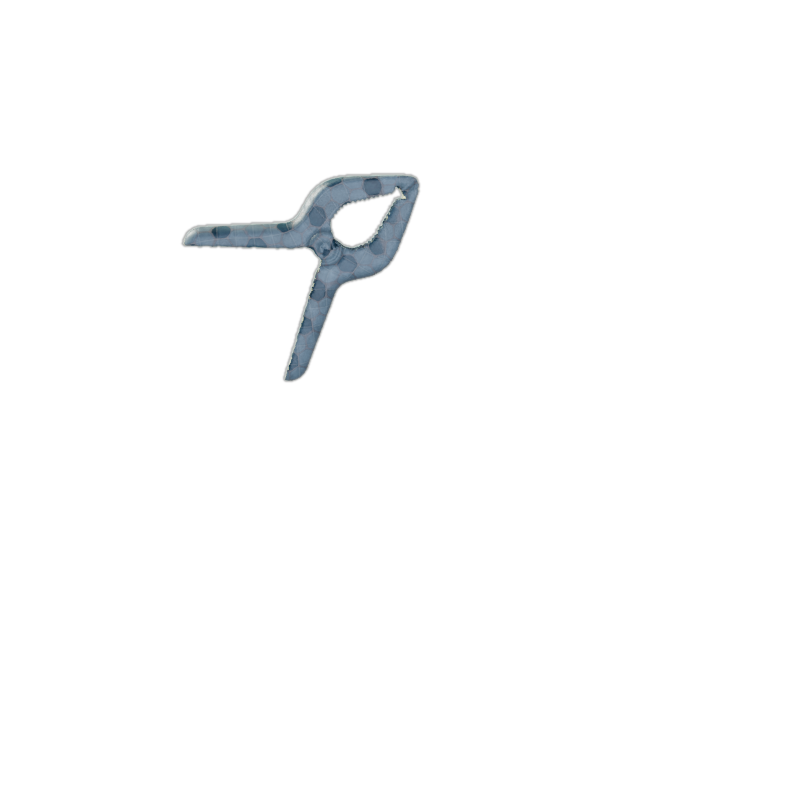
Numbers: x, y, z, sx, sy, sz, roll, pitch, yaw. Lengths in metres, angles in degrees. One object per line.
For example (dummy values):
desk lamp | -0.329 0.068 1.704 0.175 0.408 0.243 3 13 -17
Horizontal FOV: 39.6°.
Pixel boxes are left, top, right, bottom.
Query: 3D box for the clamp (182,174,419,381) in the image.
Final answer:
clamp | -0.077 -0.141 0.988 0.209 0.162 0.037 -42 6 5
